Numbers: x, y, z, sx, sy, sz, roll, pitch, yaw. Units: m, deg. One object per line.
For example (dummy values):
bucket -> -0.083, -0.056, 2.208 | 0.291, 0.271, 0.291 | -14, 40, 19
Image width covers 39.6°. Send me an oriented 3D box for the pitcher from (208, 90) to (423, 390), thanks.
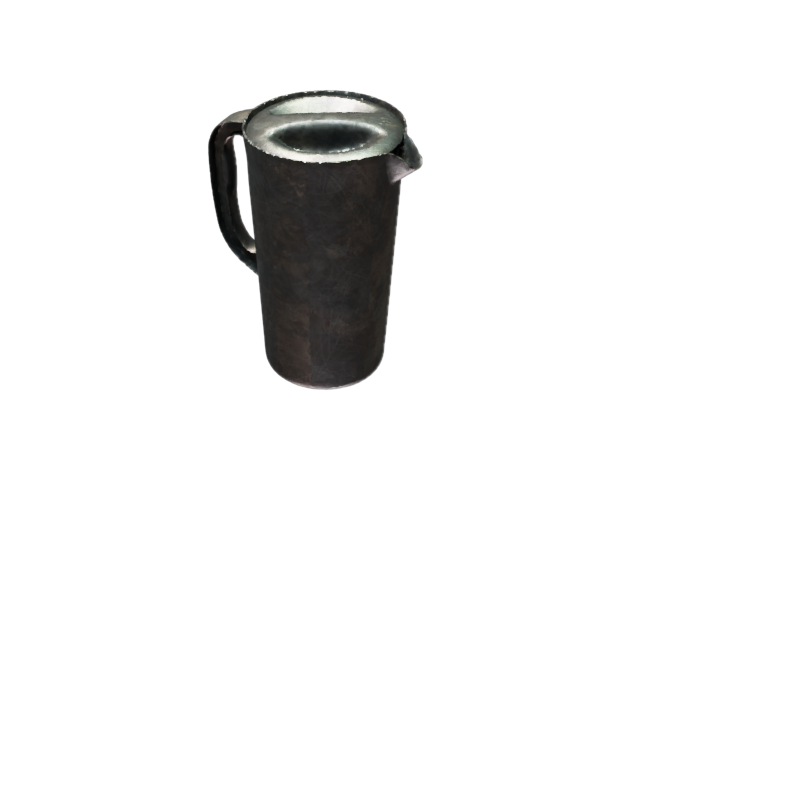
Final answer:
pitcher -> -0.074, -0.136, 0.950 | 0.143, 0.228, 0.161 | -12, 37, -19
